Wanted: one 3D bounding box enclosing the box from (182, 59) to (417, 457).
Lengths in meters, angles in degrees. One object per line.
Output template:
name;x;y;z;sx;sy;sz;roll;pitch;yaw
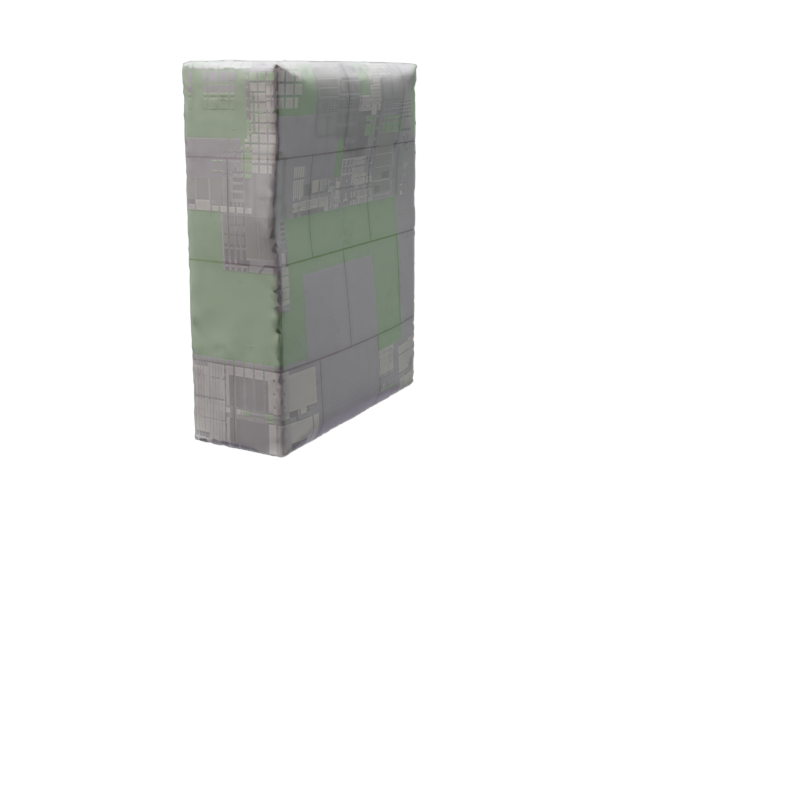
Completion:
box;-0.052;-0.095;0.662;0.075;0.209;0.162;6;13;28
